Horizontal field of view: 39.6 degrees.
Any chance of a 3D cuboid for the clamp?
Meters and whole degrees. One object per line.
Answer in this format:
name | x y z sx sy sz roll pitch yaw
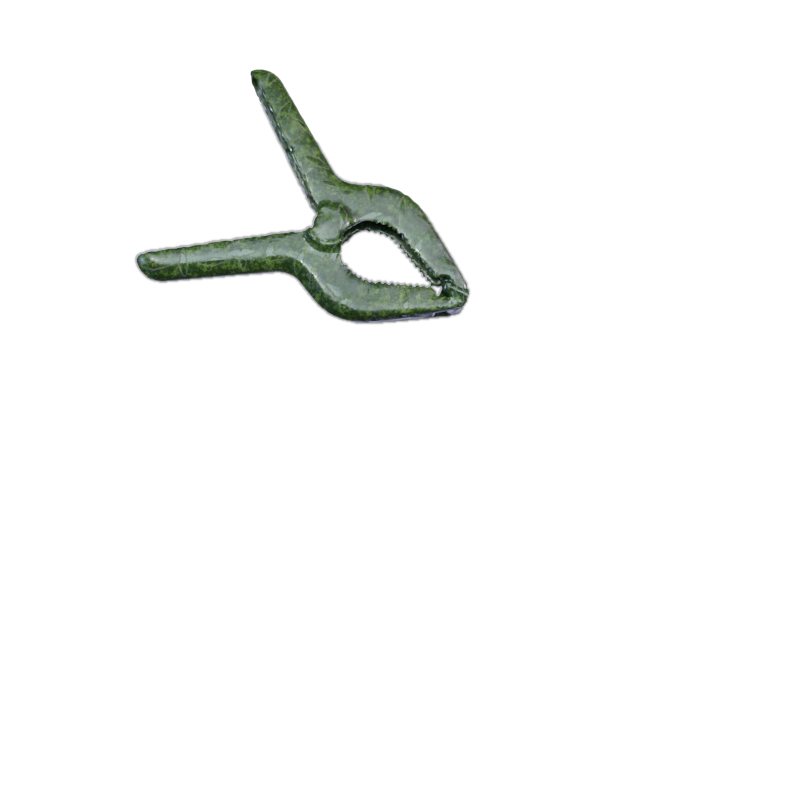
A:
clamp | -0.057 -0.104 0.730 0.215 0.167 0.035 34 -13 9
